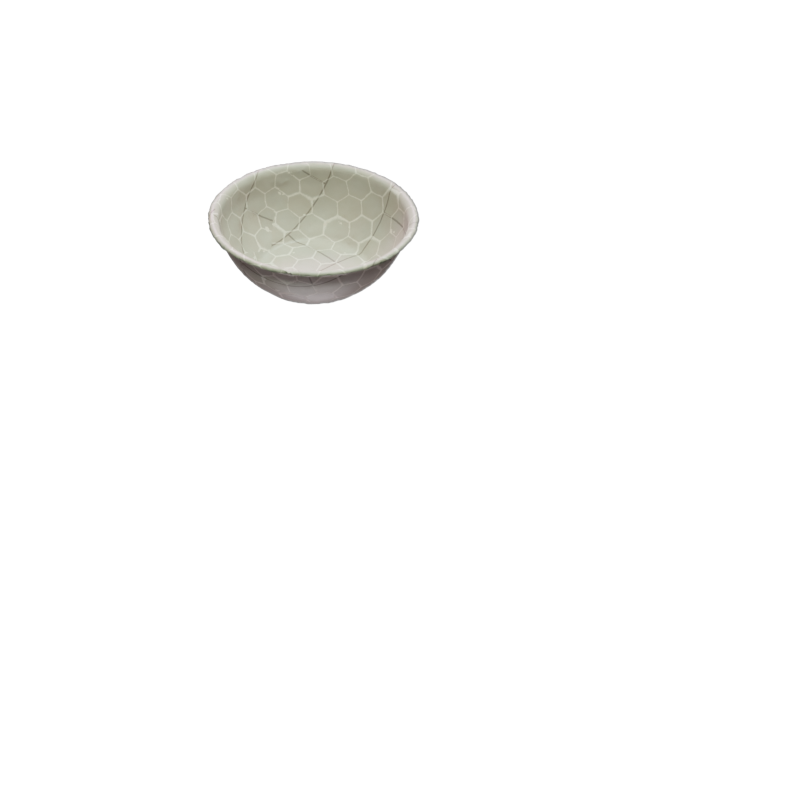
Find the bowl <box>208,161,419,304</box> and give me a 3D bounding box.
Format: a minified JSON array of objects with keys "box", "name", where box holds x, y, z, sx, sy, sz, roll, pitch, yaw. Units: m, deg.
[{"box":[-0.067,-0.123,0.862,0.162,0.051,0.174,-1,38,-2],"name":"bowl"}]
